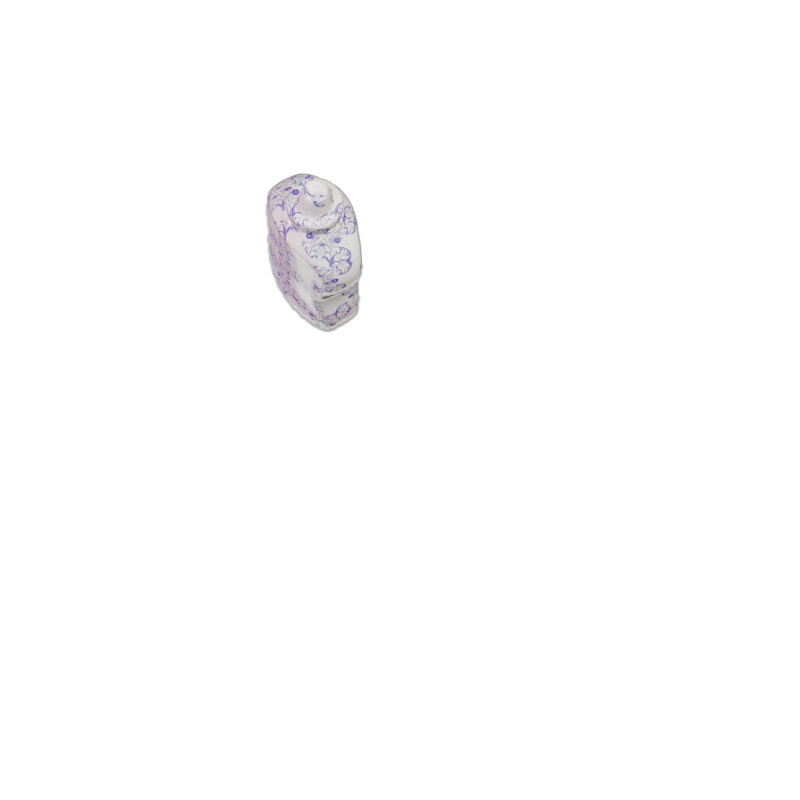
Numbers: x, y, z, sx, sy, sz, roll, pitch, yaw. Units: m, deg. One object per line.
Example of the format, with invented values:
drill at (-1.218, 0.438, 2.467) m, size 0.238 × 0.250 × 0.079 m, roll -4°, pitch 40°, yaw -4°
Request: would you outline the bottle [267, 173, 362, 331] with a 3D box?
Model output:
bottle at (-0.067, -0.123, 0.863) m, size 0.058 × 0.100 × 0.184 m, roll -29°, pitch -12°, yaw -11°
